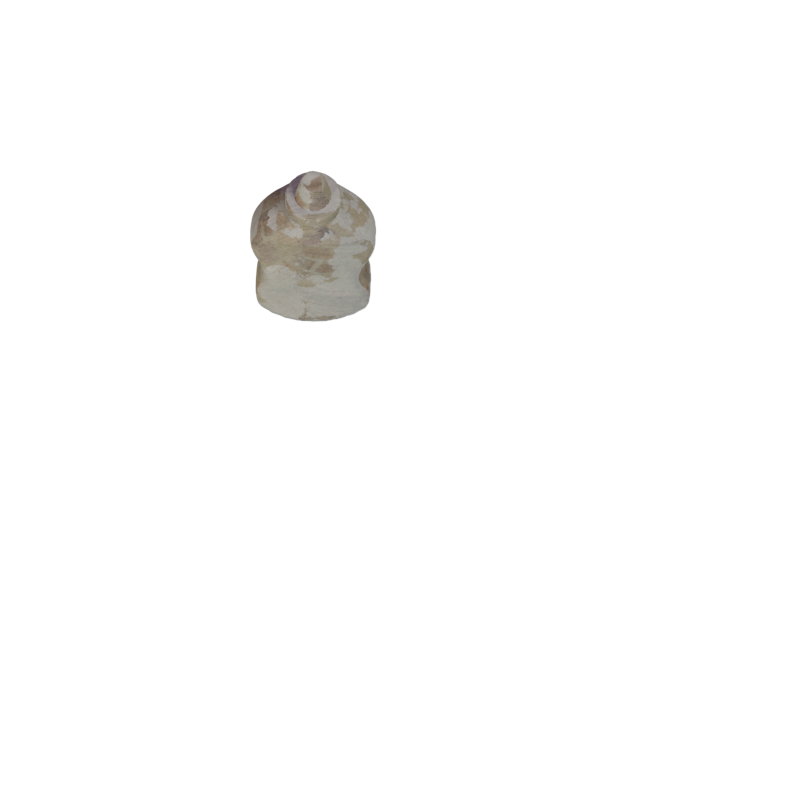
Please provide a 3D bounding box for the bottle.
[{"bbox_3d":[-0.067,-0.123,0.862,0.096,0.061,0.182,4,-21,-2],"label":"bottle"}]
